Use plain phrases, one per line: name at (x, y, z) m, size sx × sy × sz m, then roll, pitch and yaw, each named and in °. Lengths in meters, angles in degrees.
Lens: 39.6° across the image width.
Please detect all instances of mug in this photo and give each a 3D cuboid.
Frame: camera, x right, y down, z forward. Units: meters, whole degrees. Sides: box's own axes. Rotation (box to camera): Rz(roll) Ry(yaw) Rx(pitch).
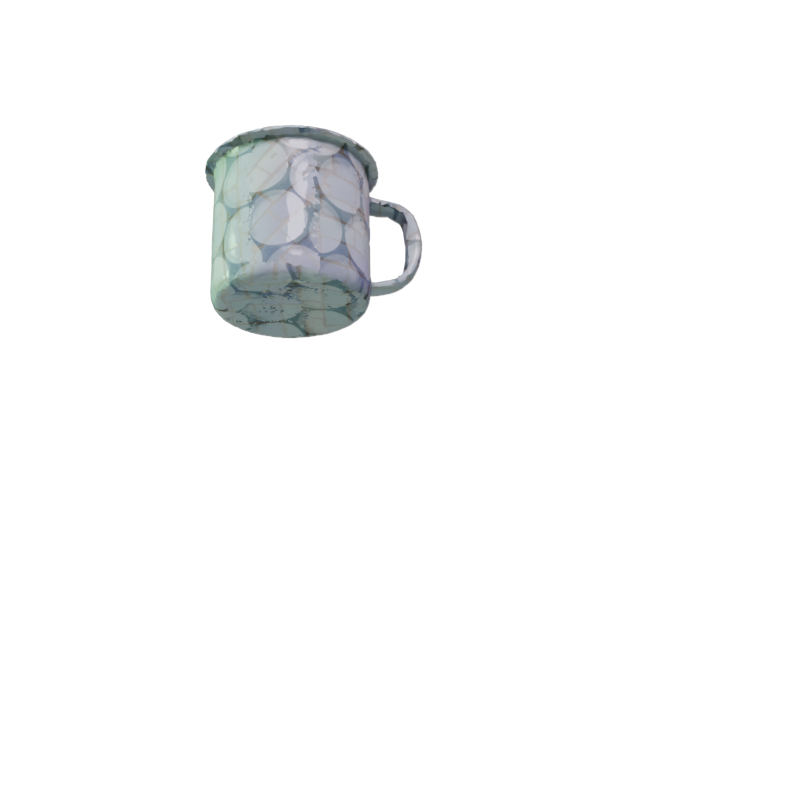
mug at (-0.045, -0.083, 0.580) m, size 0.114 × 0.086 × 0.090 m, roll 6°, pitch -25°, yaw -15°
